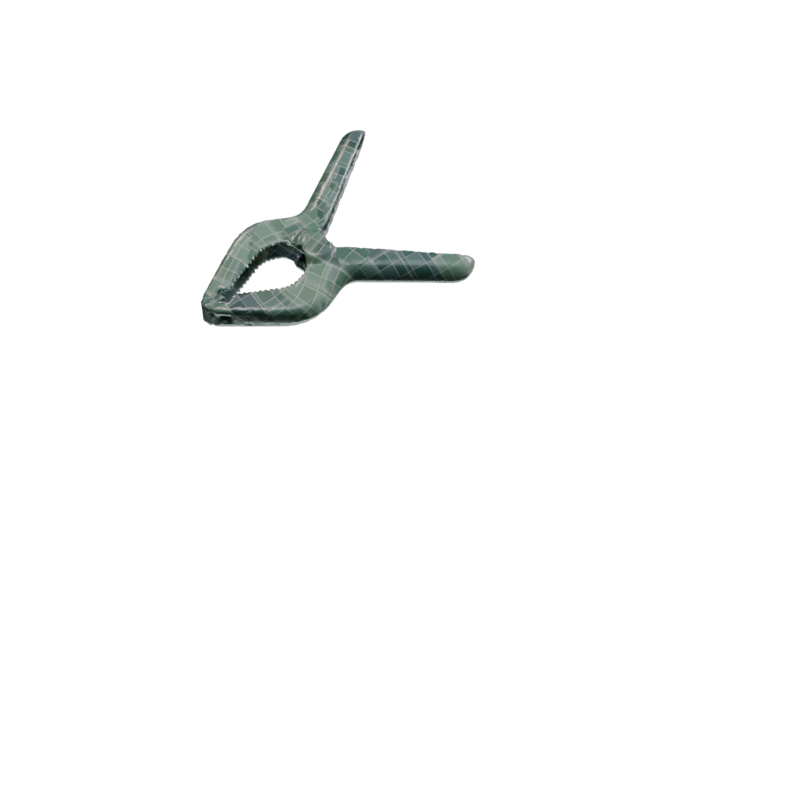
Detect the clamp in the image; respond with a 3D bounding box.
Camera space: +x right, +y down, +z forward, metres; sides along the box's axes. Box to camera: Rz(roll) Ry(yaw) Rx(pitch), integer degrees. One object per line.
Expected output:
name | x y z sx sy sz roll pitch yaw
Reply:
clamp | -0.069 -0.126 0.885 0.209 0.176 0.034 -24 -28 -14
